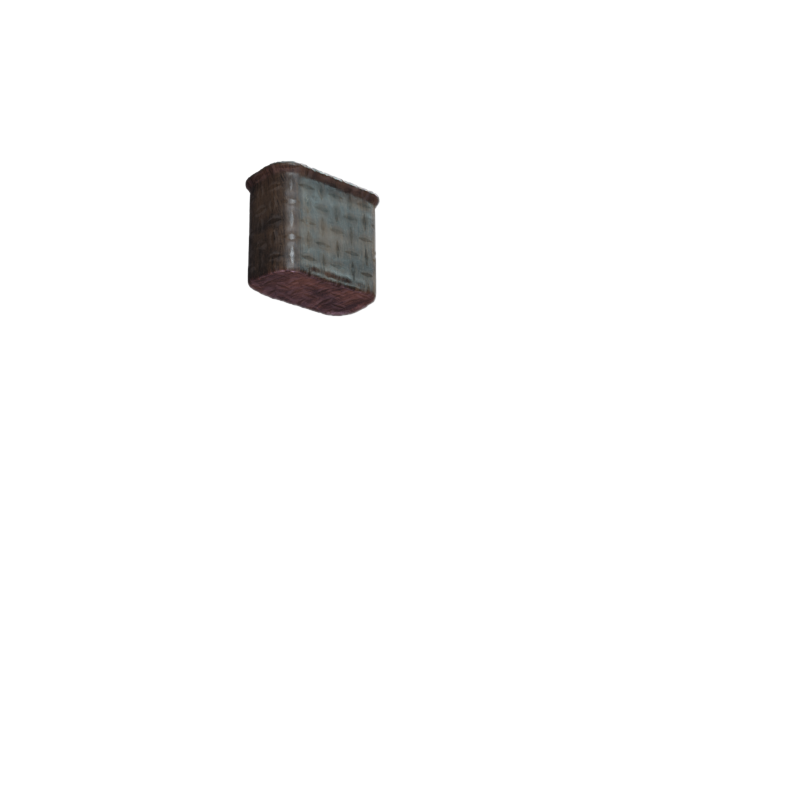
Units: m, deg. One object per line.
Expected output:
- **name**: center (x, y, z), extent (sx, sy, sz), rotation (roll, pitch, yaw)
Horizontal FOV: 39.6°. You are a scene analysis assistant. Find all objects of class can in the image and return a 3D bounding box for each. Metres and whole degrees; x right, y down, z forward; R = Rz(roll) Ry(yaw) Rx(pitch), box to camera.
- **can**: center (-0.063, -0.115, 0.807), extent (0.096, 0.088, 0.058), rotation (16, -28, -38)
